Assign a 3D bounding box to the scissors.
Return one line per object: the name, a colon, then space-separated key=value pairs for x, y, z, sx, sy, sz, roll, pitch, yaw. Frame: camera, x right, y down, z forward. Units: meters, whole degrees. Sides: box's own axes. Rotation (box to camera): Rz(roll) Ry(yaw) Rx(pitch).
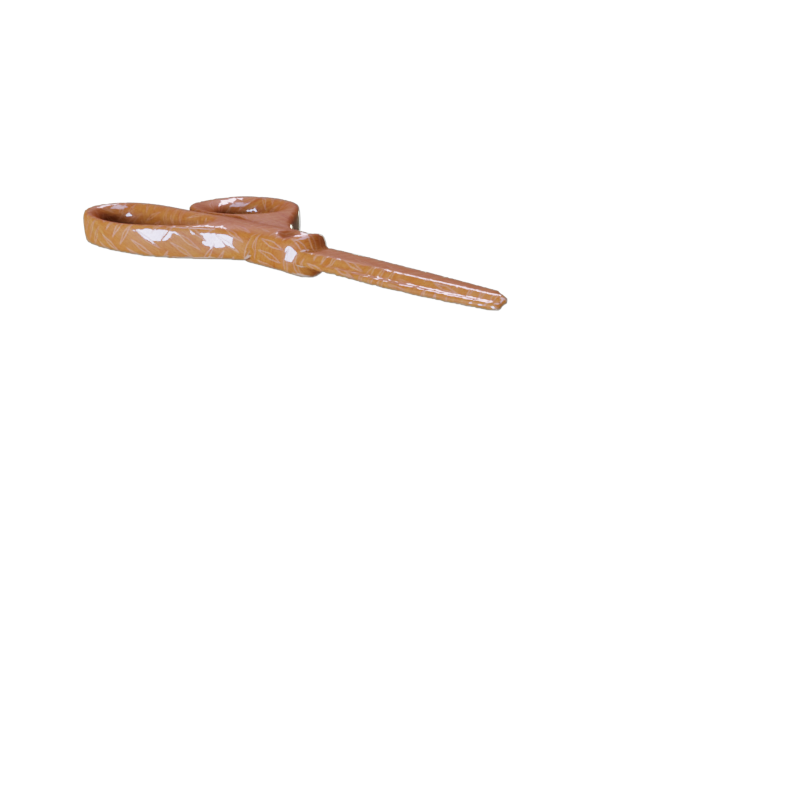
scissors: x=-0.032 y=-0.059 z=0.415 sx=0.211 sy=0.015 sz=0.095 roll=13 pitch=22 yaw=32
